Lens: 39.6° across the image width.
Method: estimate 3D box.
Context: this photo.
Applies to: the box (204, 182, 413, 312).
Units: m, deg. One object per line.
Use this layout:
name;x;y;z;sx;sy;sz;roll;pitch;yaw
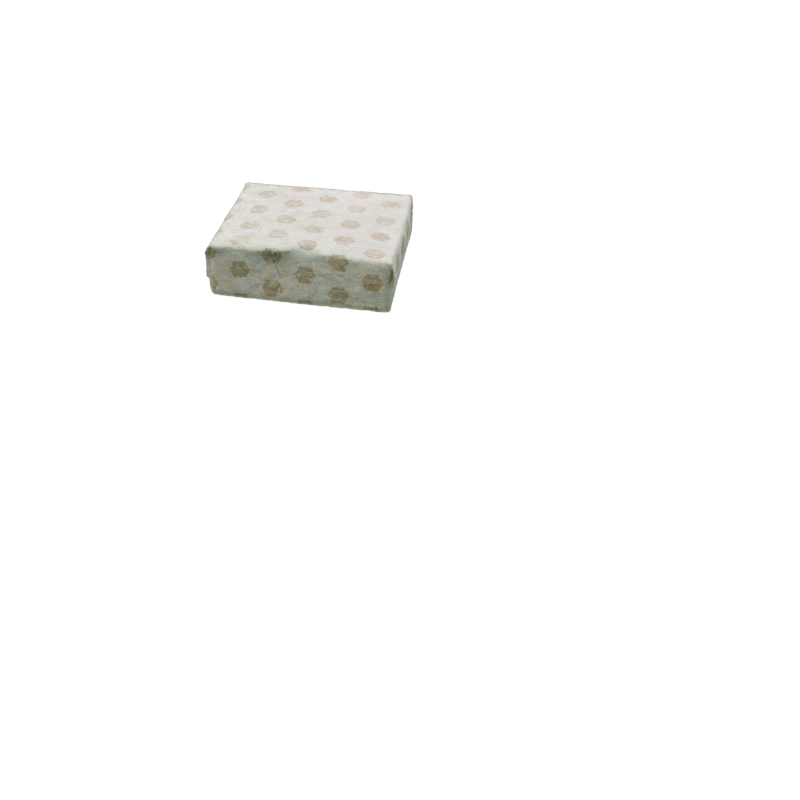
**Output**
box;-0.042;-0.077;0.541;0.091;0.028;0.077;6;34;9
